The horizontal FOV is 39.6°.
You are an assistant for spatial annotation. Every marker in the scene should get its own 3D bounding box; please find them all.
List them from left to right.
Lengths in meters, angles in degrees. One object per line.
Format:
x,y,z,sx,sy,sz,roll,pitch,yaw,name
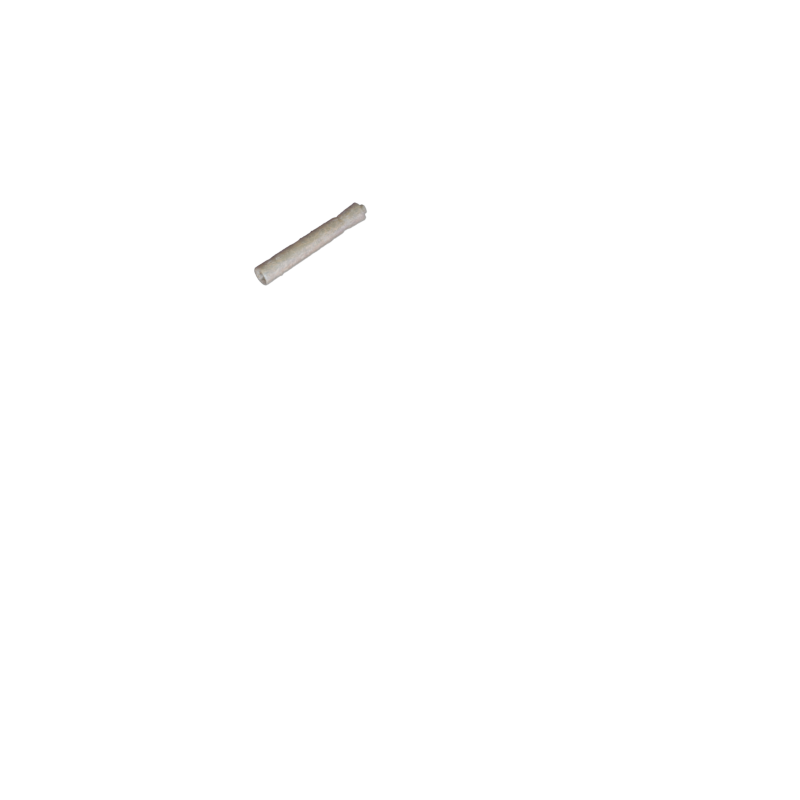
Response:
-0.078,-0.142,0.993,0.122,0.019,0.020,-37,20,-22,marker
